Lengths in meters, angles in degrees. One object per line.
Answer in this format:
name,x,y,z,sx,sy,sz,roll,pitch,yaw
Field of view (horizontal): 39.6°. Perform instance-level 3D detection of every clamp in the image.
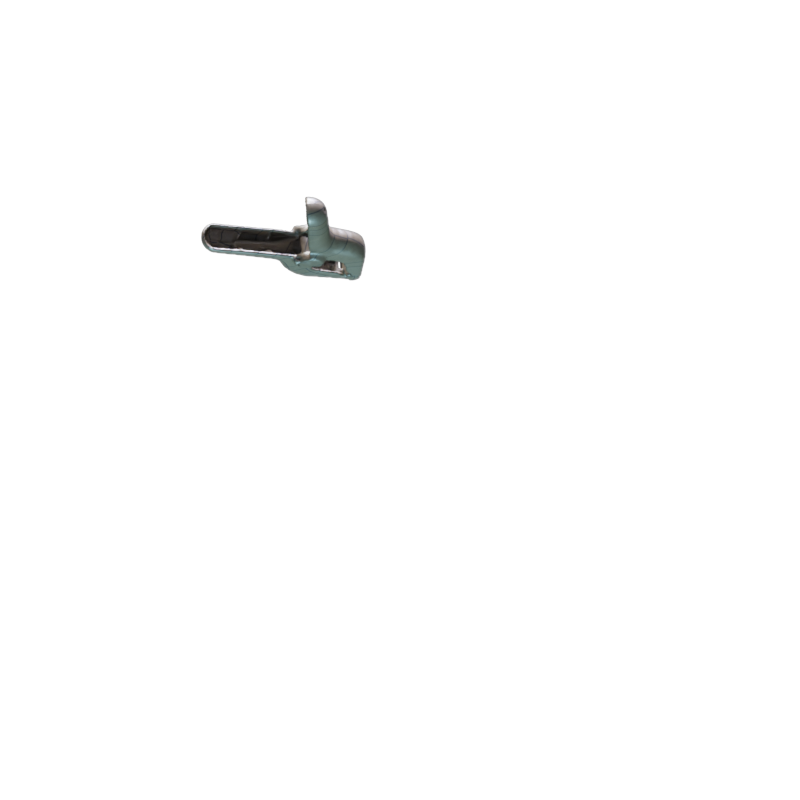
clamp,-0.076,-0.139,0.977,0.123,0.040,0.163,-5,-7,39
